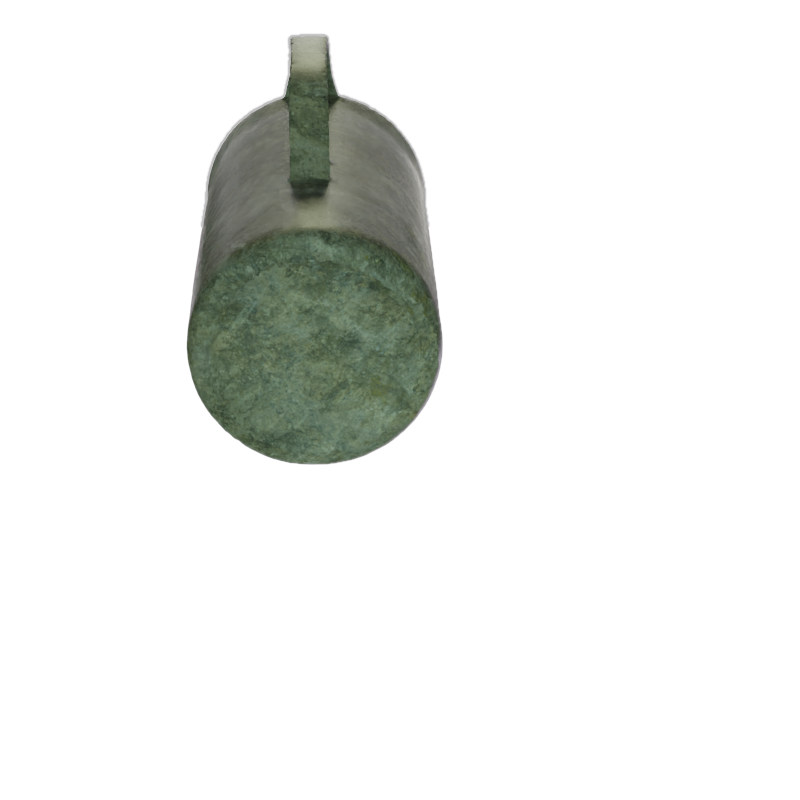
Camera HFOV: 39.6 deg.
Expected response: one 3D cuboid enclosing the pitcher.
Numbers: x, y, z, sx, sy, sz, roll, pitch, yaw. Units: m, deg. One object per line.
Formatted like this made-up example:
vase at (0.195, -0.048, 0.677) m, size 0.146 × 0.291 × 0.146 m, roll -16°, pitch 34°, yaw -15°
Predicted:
pitcher at (-0.044, -0.081, 0.567) m, size 0.143 × 0.143 × 0.255 m, roll 42°, pitch 15°, yaw -19°
